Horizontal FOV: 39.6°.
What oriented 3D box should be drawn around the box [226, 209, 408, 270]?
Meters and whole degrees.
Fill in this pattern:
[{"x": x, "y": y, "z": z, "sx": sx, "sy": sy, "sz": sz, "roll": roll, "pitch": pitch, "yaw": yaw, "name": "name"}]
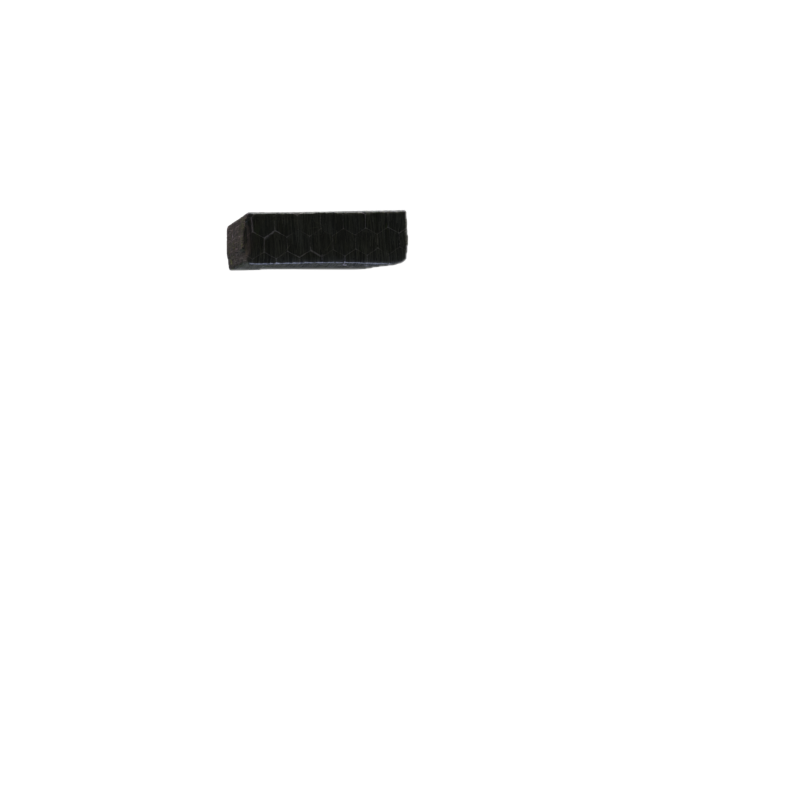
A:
[{"x": -0.061, "y": -0.111, "z": 0.775, "sx": 0.111, "sy": 0.039, "sz": 0.091, "roll": -1, "pitch": 3, "yaw": -14, "name": "box"}]
